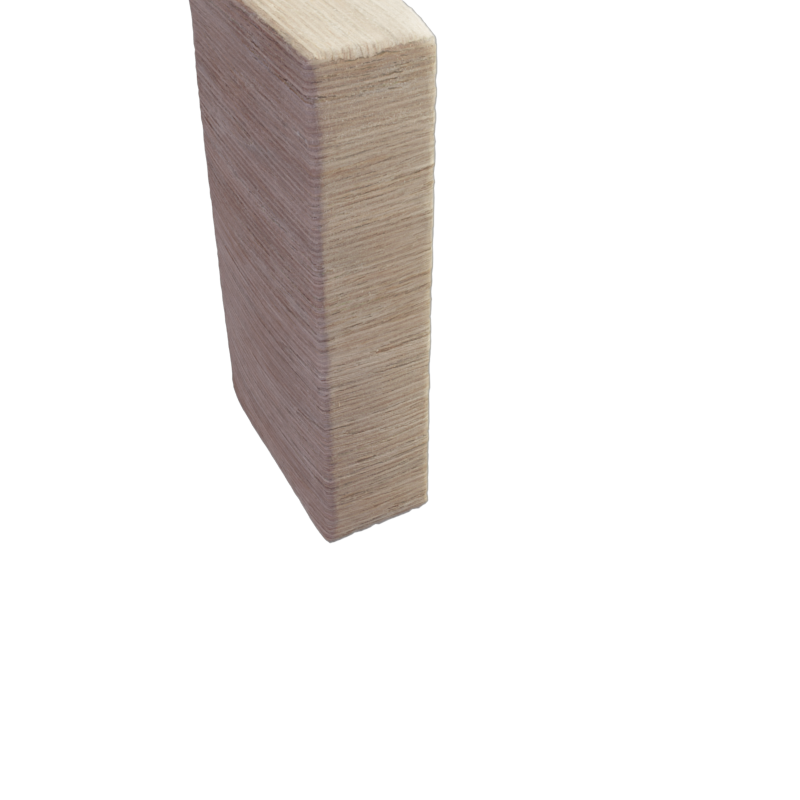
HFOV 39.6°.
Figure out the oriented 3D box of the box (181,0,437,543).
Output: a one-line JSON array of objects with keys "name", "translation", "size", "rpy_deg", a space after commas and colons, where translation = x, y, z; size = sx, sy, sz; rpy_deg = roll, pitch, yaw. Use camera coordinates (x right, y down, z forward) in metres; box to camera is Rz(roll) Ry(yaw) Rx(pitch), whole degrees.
[{"name": "box", "translation": [-0.027, -0.051, 0.355], "size": [0.047, 0.165, 0.101], "rpy_deg": [-15, 41, -22]}]
